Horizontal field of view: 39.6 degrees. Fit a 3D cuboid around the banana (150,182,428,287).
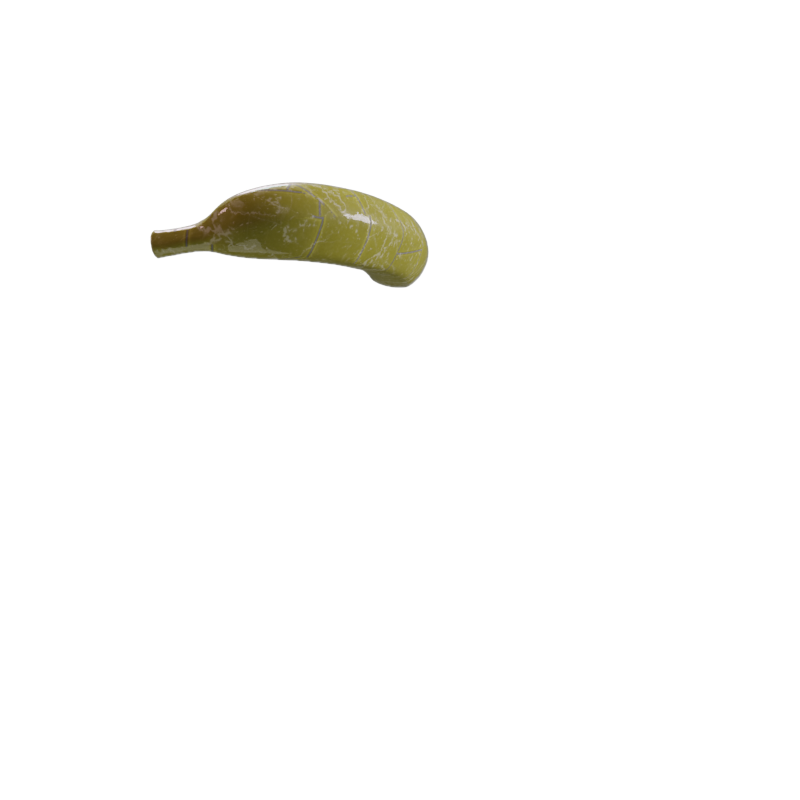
[{"bbox_3d":[-0.030,-0.080,0.543,0.072,0.037,0.189,-2,-2,34],"label":"banana"}]
